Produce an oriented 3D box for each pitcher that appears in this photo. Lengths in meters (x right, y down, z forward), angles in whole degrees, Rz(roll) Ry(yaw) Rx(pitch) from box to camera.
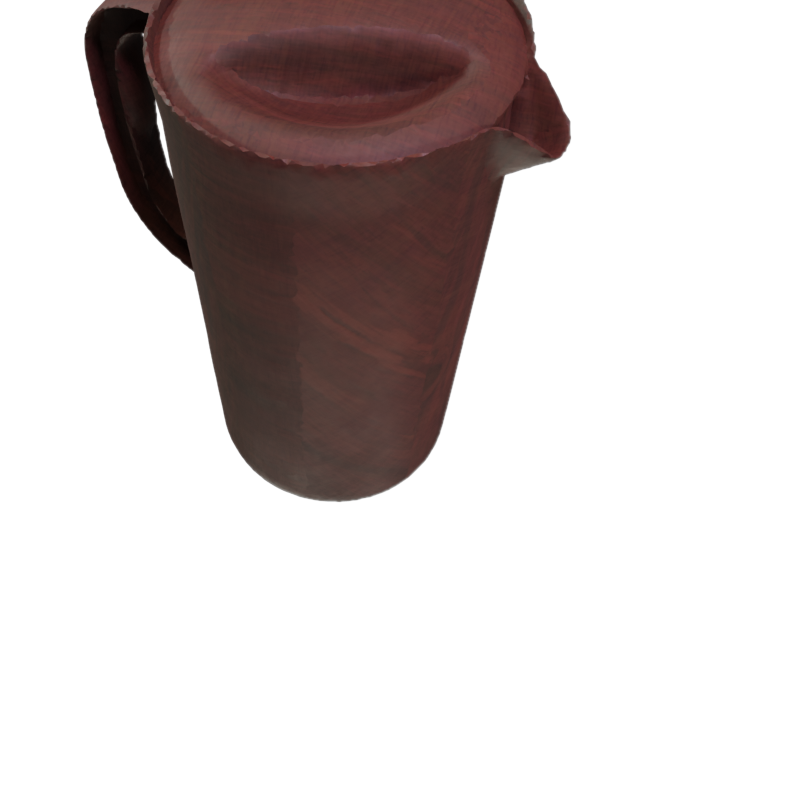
[{"bbox_3d":[-0.036,-0.066,0.462,0.143,0.161,0.227,-15,-35,-14],"label":"pitcher"}]
